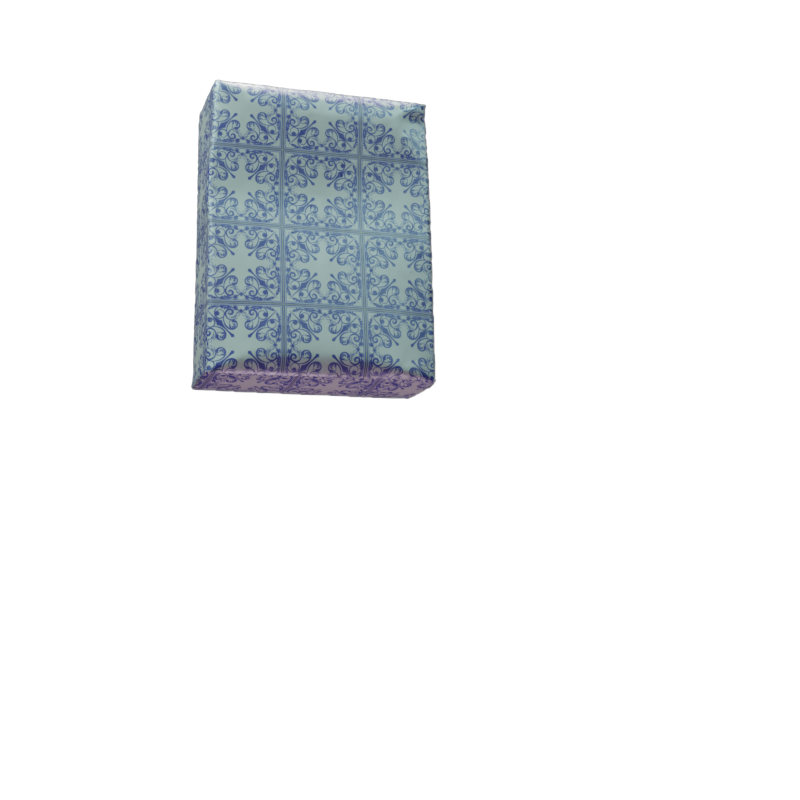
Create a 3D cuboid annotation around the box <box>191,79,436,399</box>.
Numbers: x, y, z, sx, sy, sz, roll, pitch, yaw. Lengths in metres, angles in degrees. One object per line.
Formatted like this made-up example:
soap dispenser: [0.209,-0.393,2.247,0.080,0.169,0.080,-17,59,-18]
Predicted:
box: [-0.062,-0.113,0.794,0.160,0.223,0.070,3,-17,-15]
